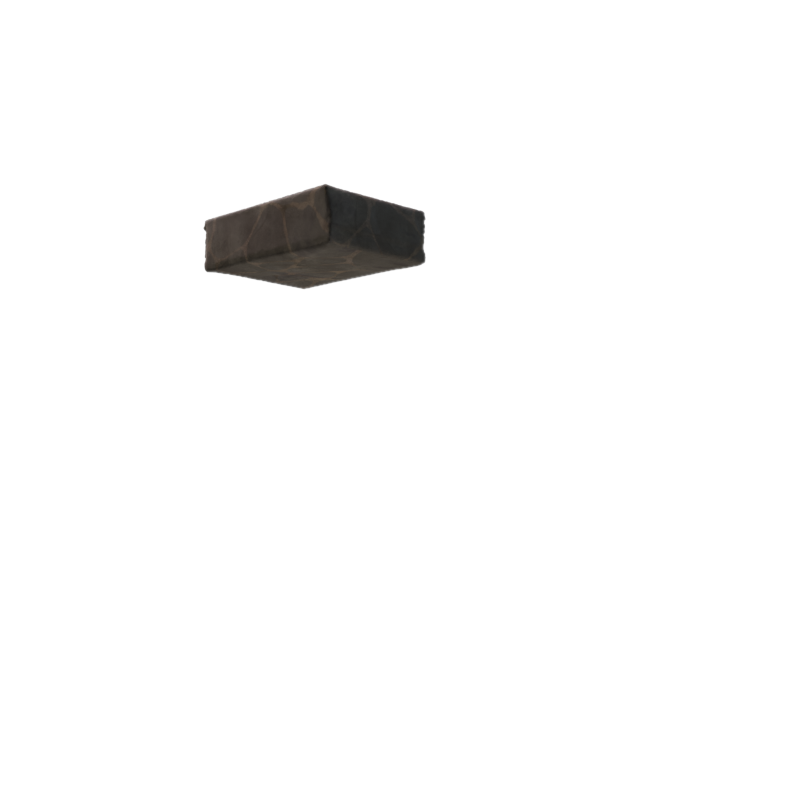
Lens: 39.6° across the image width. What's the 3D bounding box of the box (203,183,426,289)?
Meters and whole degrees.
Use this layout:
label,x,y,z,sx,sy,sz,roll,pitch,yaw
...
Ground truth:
label,x,y,z,sx,sy,sz,roll,pitch,yaw
box,-0.055,-0.099,0.695,0.117,0.040,0.085,-4,-7,43
